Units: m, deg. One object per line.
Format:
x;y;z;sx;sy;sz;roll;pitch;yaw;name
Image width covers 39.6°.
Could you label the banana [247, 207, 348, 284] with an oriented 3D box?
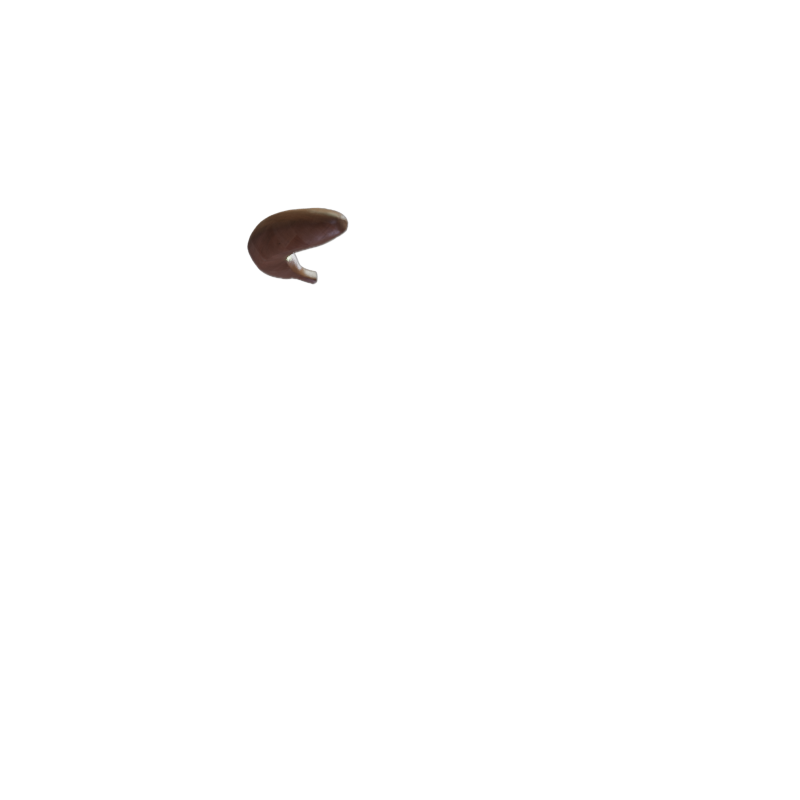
-0.091;-0.131;0.920;0.069;0.037;0.196;1;-5;-11;banana
